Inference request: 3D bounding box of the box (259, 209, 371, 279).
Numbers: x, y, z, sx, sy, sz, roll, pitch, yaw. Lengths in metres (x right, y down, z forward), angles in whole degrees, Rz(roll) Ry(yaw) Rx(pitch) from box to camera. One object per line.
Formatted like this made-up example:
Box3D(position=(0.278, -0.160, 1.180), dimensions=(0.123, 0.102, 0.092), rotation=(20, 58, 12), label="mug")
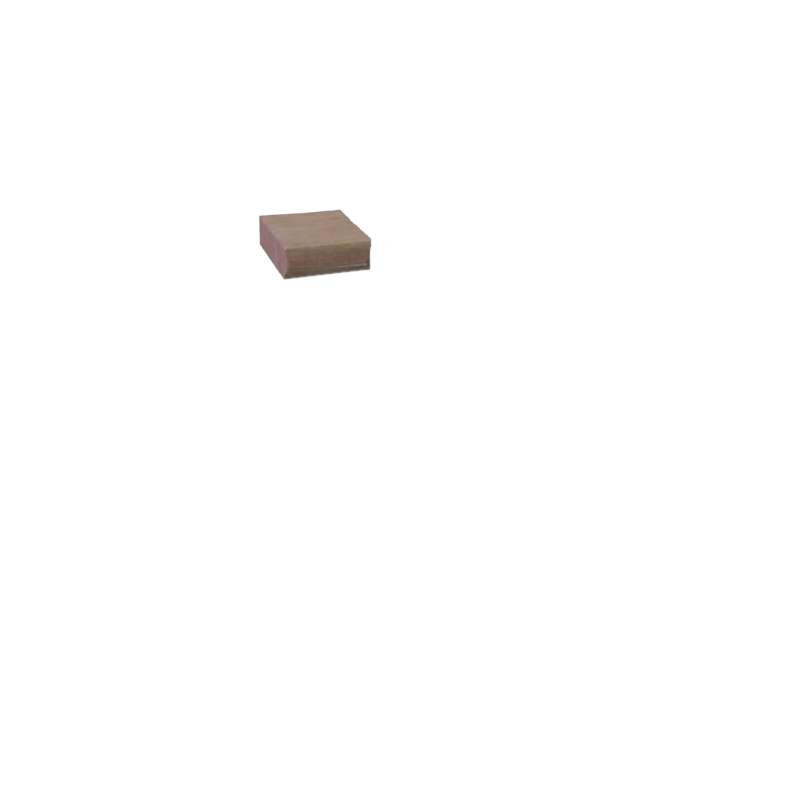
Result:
Box3D(position=(-0.071, -0.130, 0.912), dimensions=(0.072, 0.029, 0.095), rotation=(-7, 26, -16), label="box")
